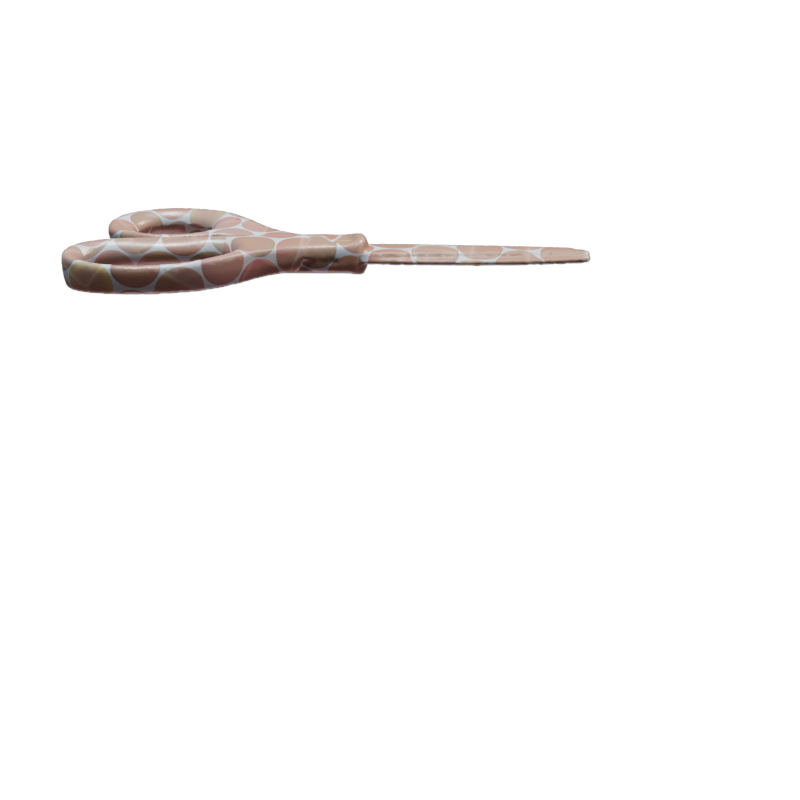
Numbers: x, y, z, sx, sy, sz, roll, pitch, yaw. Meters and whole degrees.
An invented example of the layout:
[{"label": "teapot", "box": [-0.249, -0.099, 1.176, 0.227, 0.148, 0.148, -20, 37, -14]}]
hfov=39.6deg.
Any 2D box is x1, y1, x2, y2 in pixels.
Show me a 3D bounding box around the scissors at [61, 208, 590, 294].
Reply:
[{"label": "scissors", "box": [-0.036, -0.065, 0.455, 0.199, 0.015, 0.102, -6, 24, -13]}]
